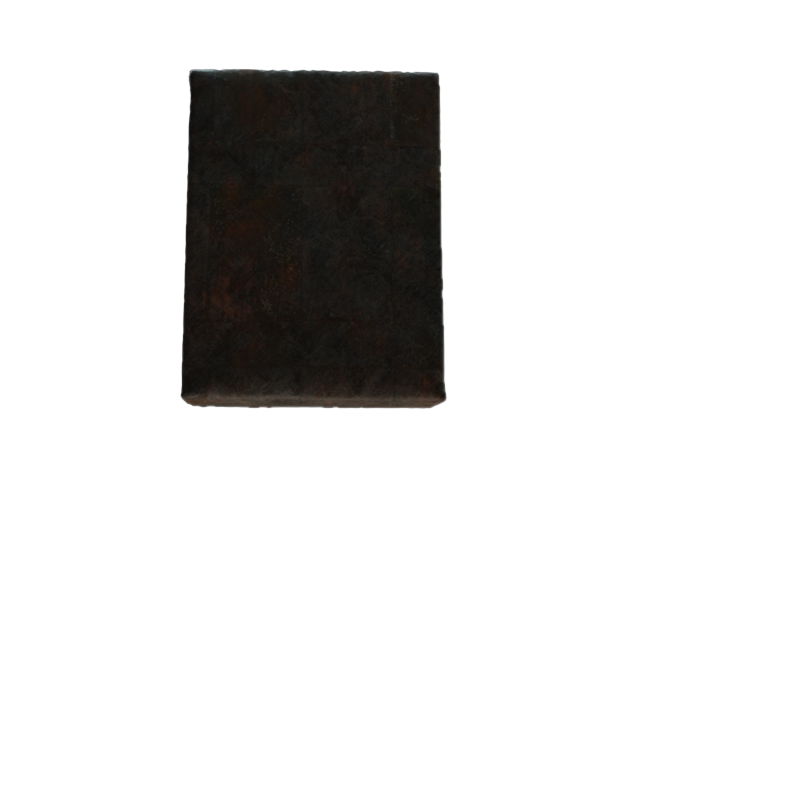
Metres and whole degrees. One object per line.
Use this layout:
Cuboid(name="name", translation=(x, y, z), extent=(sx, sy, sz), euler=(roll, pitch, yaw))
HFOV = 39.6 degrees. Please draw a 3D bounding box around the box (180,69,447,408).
Cuboid(name="box", translation=(-0.057, -0.103, 0.723), extent=(0.163, 0.220, 0.070), euler=(0, -12, -3))
